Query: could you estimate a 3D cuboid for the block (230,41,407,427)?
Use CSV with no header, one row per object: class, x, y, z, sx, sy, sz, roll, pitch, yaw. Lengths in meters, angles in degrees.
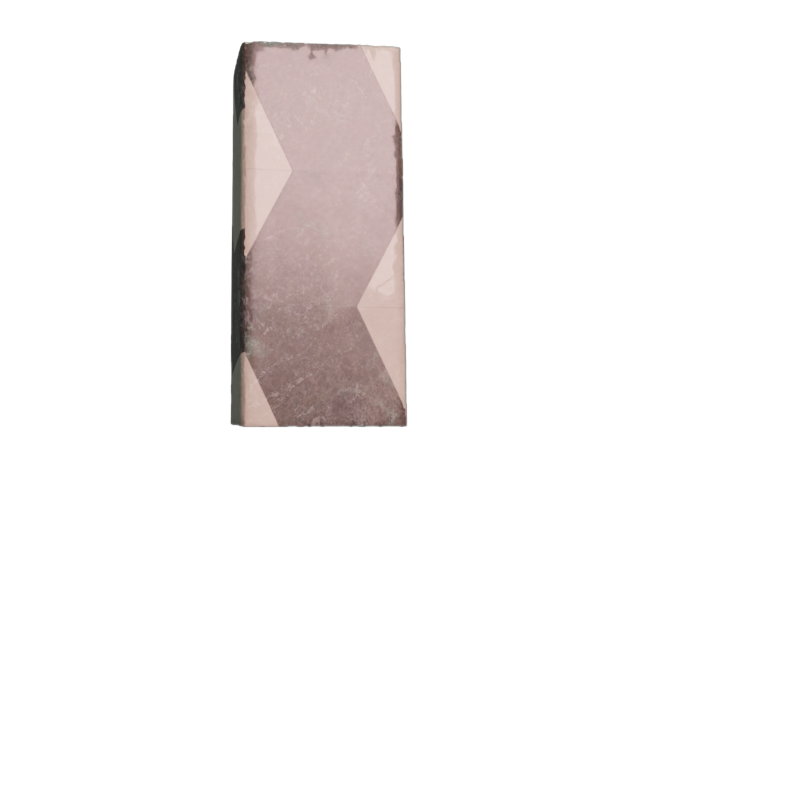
block,-0.049,-0.090,0.630,0.090,0.210,0.090,1,-7,-10
